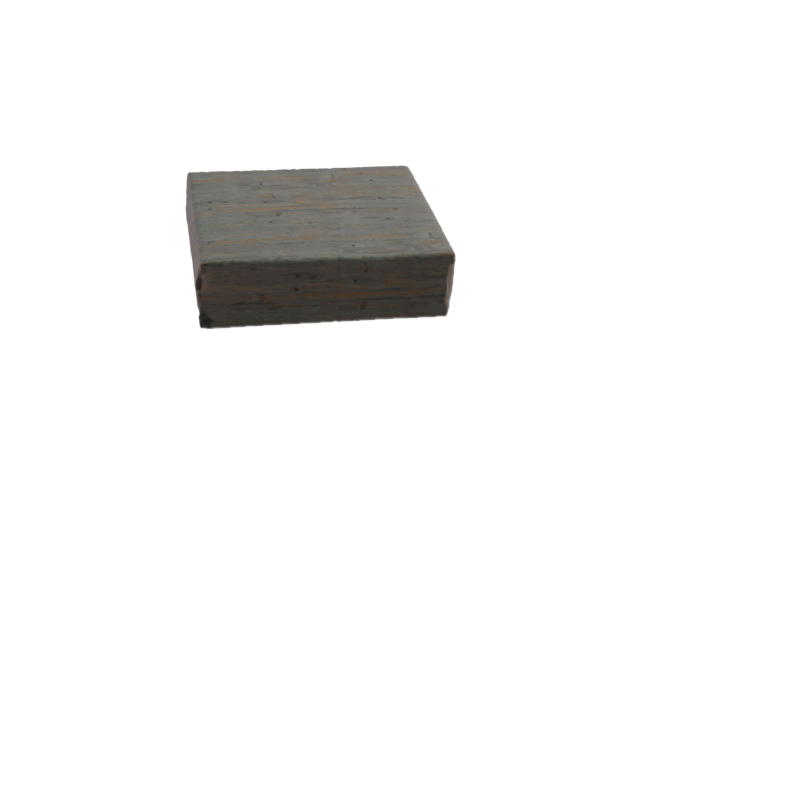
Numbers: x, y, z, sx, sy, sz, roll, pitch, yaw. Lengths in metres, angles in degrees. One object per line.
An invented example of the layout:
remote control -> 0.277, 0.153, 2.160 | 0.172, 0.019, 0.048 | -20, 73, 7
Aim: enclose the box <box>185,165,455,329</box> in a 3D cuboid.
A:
box -> -0.040, -0.073, 0.510 | 0.112, 0.036, 0.096 | -6, 34, -9
